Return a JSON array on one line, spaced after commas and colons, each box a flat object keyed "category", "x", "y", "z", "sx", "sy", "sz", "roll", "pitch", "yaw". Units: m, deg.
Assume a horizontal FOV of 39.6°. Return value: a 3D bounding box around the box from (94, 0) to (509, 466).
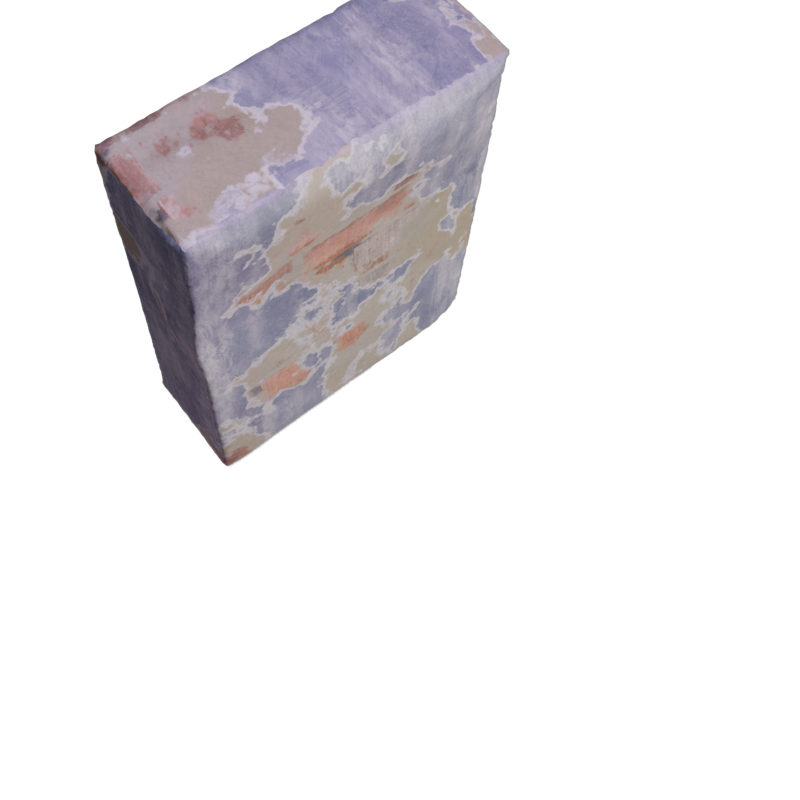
[{"category": "box", "x": -0.041, "y": -0.075, "z": 0.522, "sx": 0.165, "sy": 0.076, "sz": 0.202, "roll": -36, "pitch": -19, "yaw": -19}]
